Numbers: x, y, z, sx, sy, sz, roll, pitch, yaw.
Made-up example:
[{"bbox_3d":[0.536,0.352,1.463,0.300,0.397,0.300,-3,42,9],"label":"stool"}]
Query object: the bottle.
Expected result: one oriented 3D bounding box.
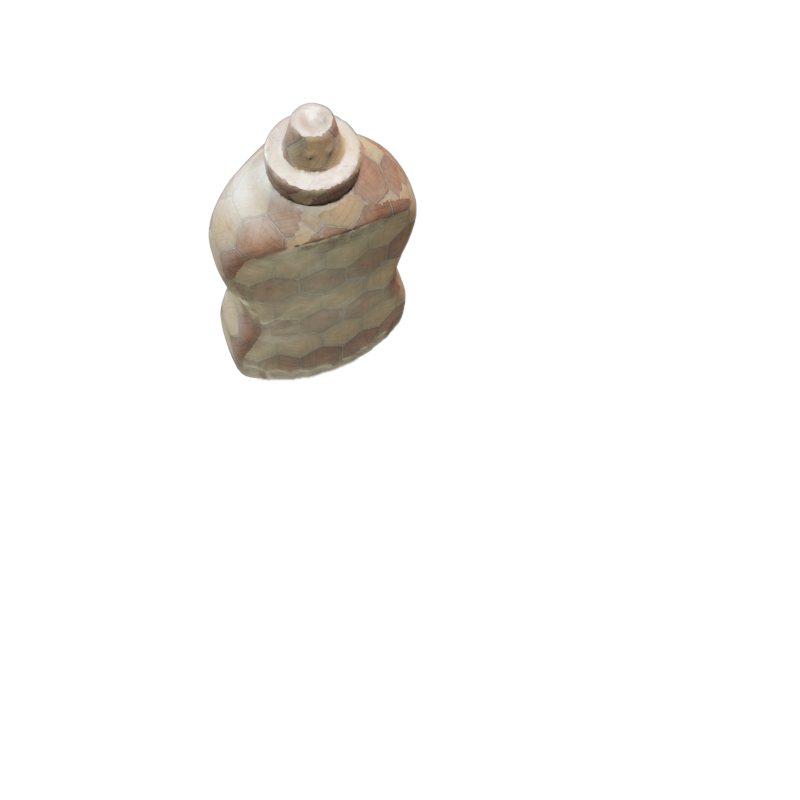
[{"bbox_3d":[-0.041,-0.075,0.521,0.095,0.062,0.181,-17,-21,-11],"label":"bottle"}]
